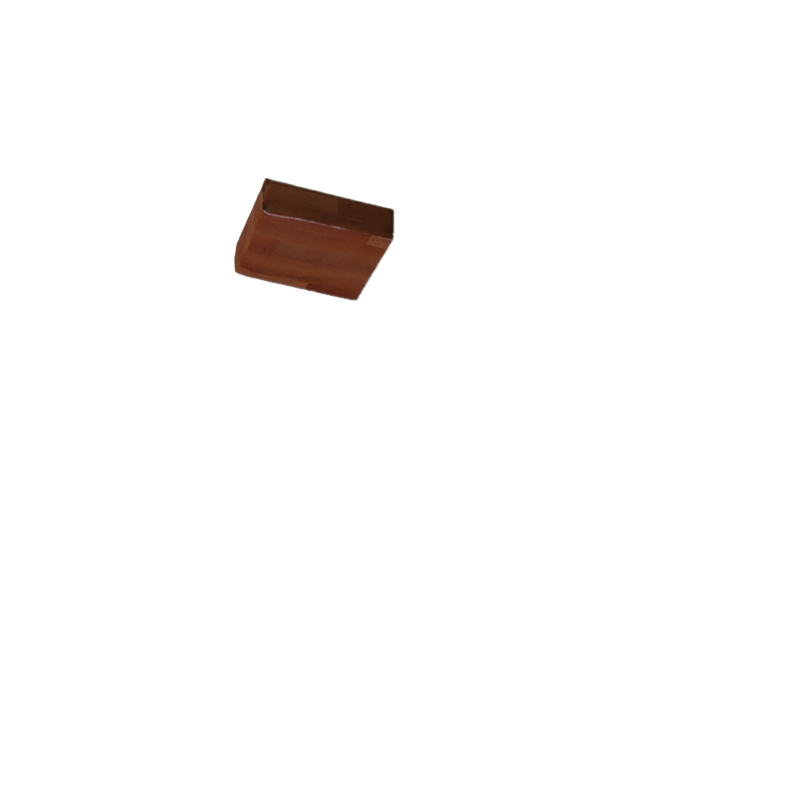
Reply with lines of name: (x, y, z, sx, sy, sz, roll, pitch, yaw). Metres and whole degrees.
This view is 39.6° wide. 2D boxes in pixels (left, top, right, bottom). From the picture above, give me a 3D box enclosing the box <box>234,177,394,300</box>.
box: (-0.071, -0.130, 0.912, 0.111, 0.042, 0.086, 11, -37, -16)
